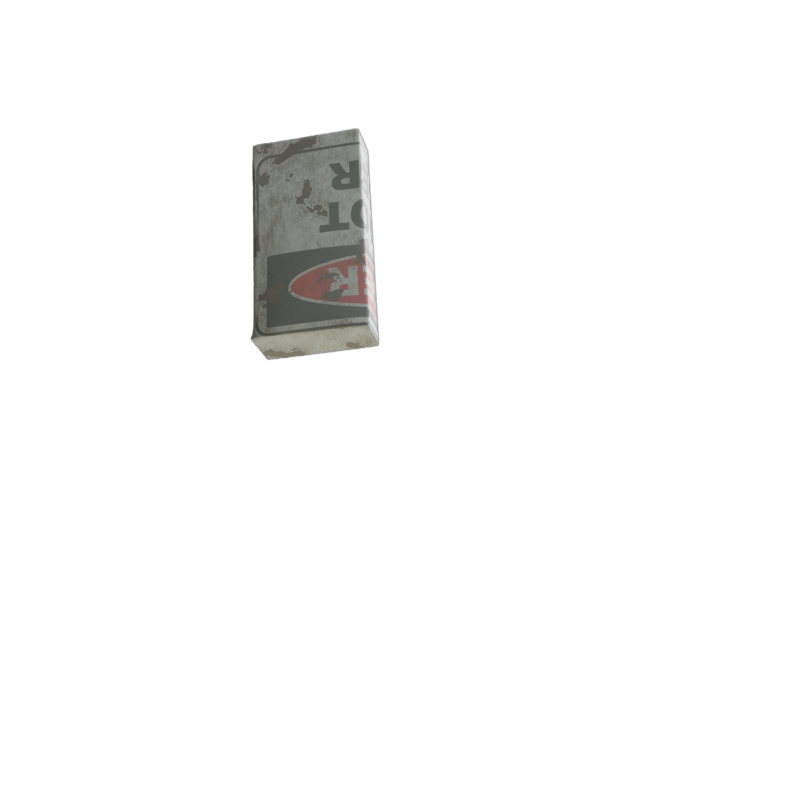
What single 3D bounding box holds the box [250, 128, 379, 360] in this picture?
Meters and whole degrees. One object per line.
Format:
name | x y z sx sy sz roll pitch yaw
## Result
box | -0.068 -0.124 0.872 0.094 0.187 0.045 -8 -29 11
